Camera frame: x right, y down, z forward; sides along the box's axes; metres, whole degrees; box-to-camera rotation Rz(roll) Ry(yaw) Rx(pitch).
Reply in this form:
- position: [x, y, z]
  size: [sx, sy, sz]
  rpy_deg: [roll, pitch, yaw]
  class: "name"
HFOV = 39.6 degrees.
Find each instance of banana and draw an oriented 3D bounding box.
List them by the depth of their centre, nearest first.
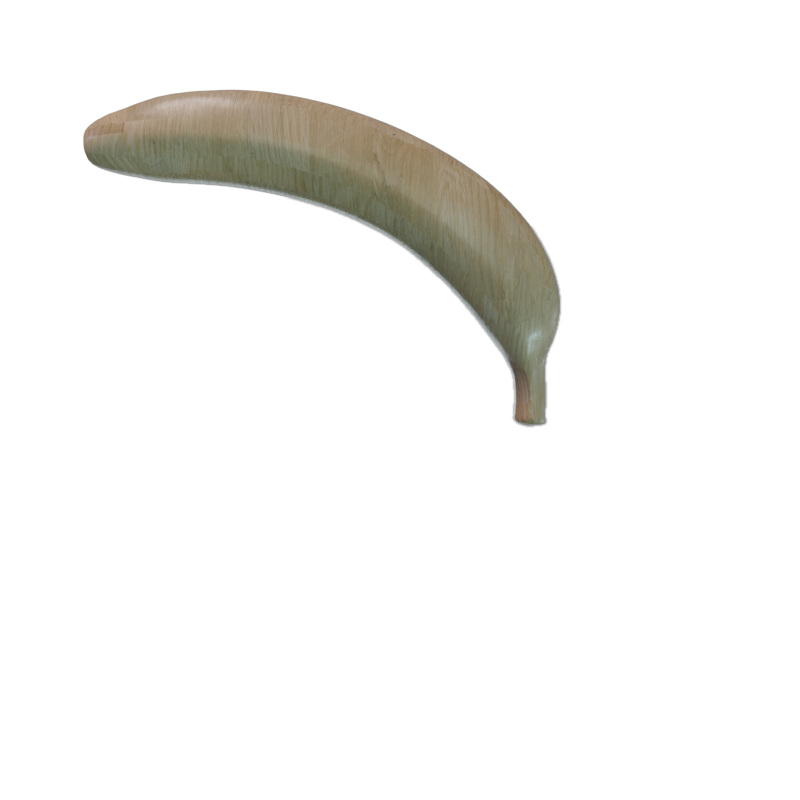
- position: [-0.018, -0.070, 0.400]
  size: [0.202, 0.071, 0.035]
  rpy_deg: [31, -13, 8]
  class: "banana"
